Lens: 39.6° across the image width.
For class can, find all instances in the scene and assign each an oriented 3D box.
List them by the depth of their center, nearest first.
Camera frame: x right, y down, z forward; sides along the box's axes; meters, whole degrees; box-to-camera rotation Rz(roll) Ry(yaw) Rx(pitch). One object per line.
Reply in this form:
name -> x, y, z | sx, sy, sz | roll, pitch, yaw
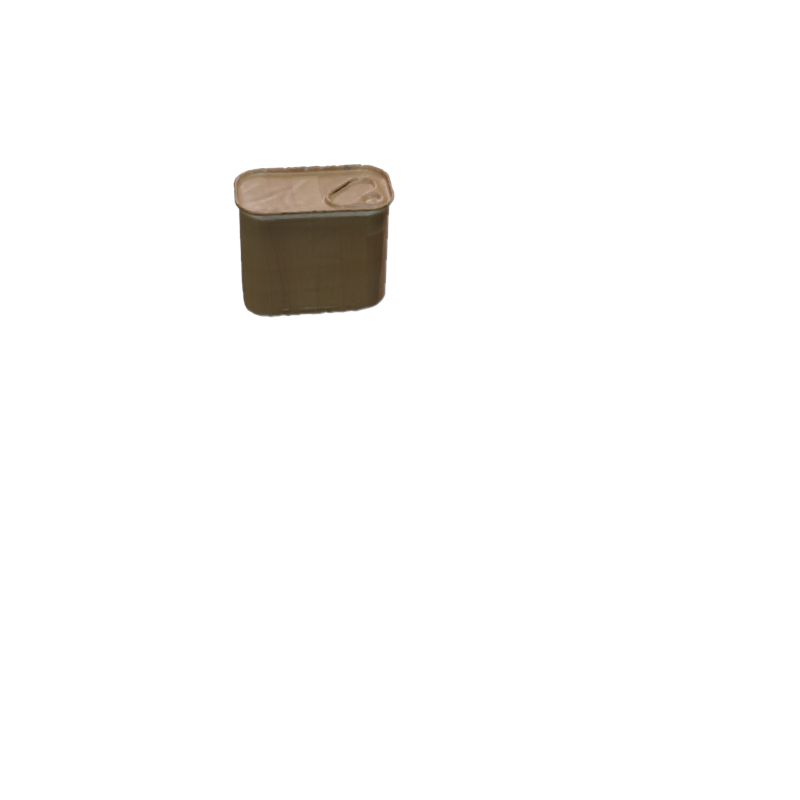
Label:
can -> -0.057, -0.105, 0.732 | 0.101, 0.078, 0.062 | -3, 37, -6
